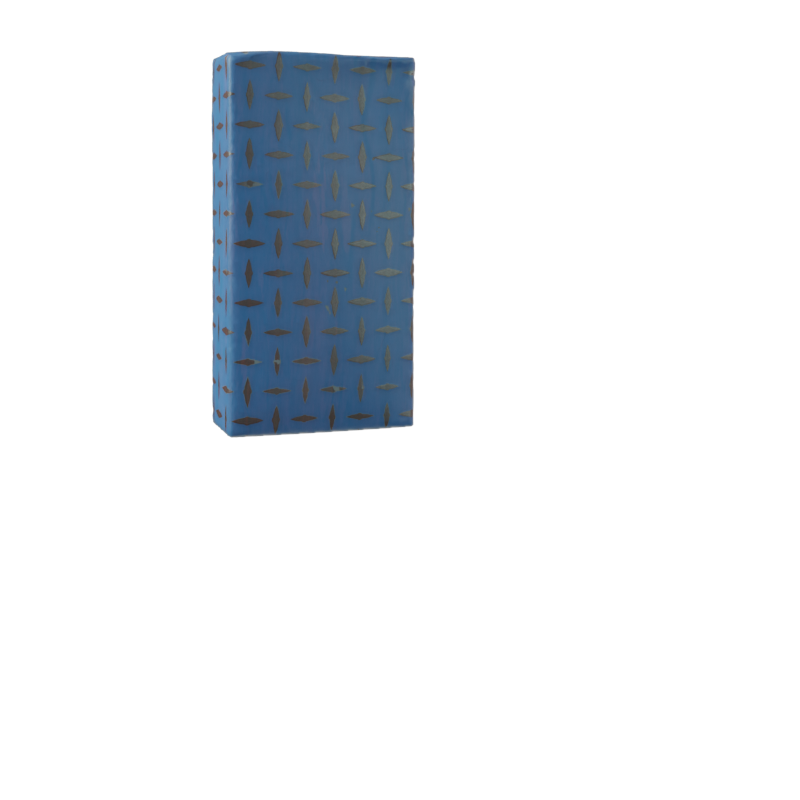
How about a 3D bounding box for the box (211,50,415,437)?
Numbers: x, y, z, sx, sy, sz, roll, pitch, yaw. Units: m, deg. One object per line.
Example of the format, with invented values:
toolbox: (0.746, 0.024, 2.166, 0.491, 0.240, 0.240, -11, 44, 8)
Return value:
box: (-0.041, -0.075, 0.528, 0.091, 0.174, 0.050, -2, 5, -18)
